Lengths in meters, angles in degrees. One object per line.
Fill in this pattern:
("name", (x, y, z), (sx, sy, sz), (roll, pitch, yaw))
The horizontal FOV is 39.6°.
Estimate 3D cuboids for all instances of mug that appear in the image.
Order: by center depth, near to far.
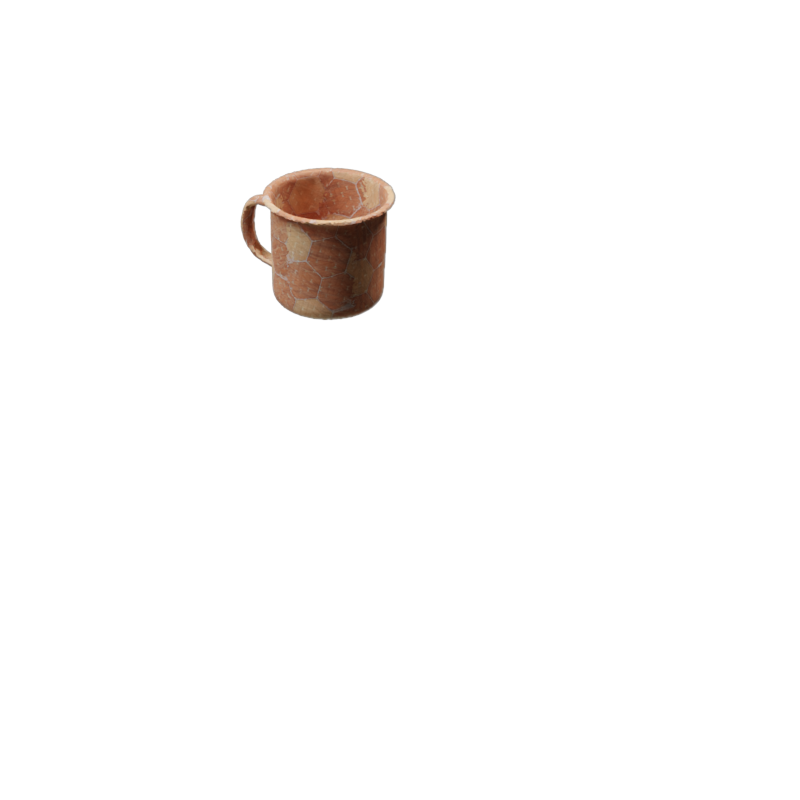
("mug", (-0.062, -0.113, 0.794), (0.121, 0.077, 0.096), (14, 34, 19))
